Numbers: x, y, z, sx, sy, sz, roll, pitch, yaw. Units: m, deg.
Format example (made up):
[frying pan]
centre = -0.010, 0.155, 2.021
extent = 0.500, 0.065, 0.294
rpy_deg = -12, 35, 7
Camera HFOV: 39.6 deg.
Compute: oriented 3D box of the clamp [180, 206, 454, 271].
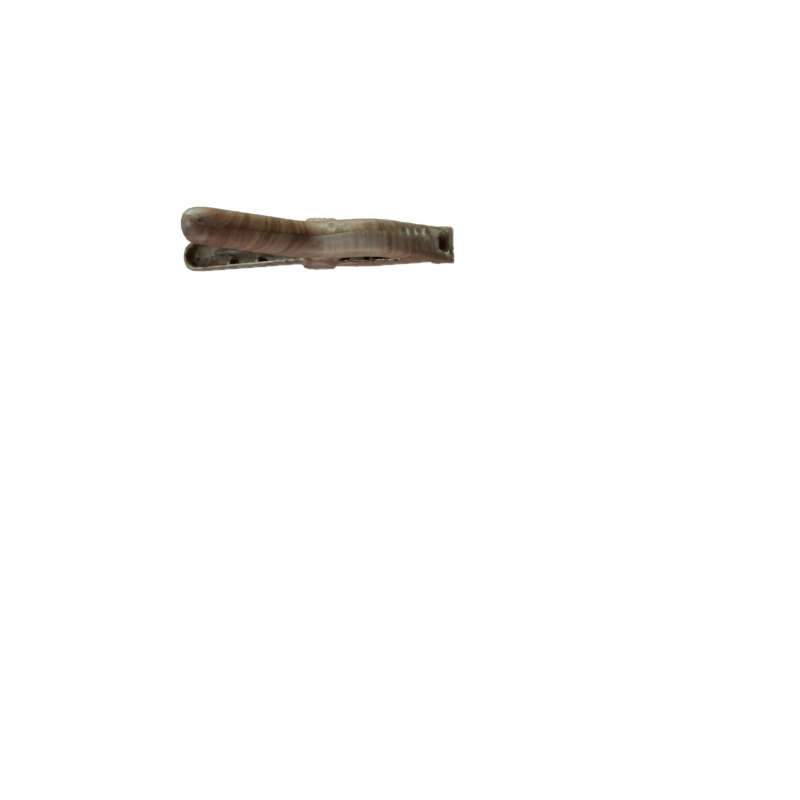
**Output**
[clamp]
centre = -0.064, -0.116, 0.812
extent = 0.210, 0.037, 0.163
rpy_deg = 0, 0, -1
